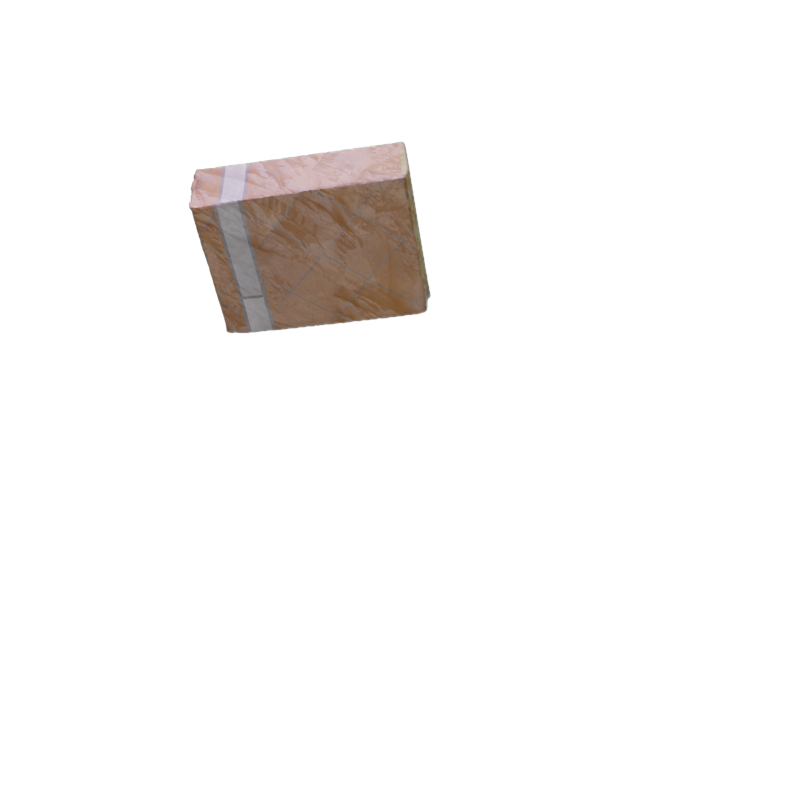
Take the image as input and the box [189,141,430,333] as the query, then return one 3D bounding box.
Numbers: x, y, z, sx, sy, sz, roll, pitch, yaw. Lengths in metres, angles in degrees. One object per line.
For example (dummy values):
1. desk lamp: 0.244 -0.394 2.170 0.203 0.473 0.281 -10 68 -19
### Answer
1. box: -0.046 -0.083 0.583 0.114 0.083 0.042 -7 39 5
